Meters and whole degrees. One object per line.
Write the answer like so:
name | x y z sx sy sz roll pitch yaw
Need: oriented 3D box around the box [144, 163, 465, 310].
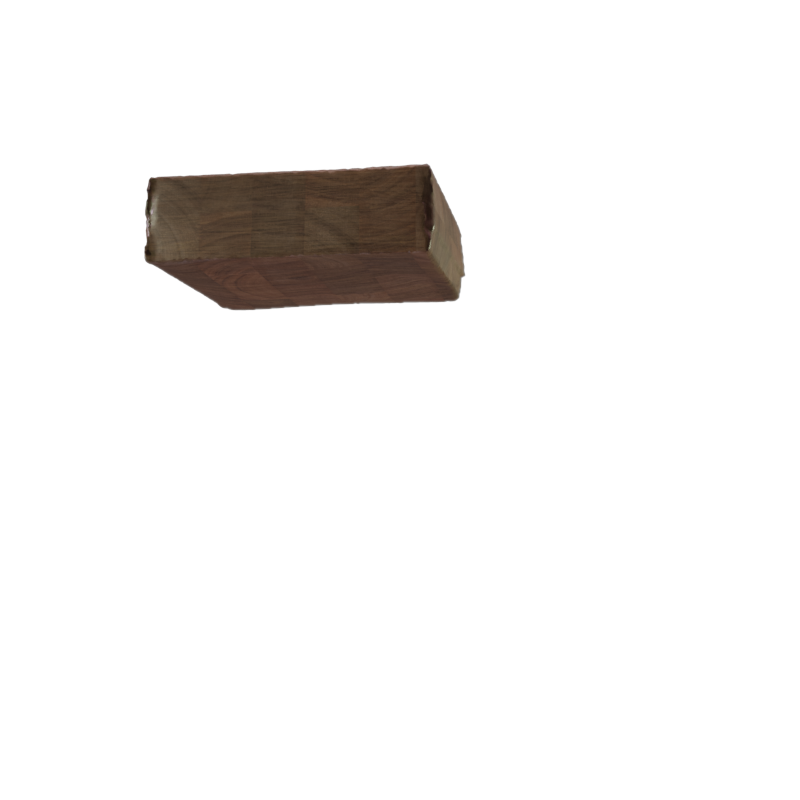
box | -0.035 -0.064 0.451 0.115 0.040 0.086 -2 -9 12
